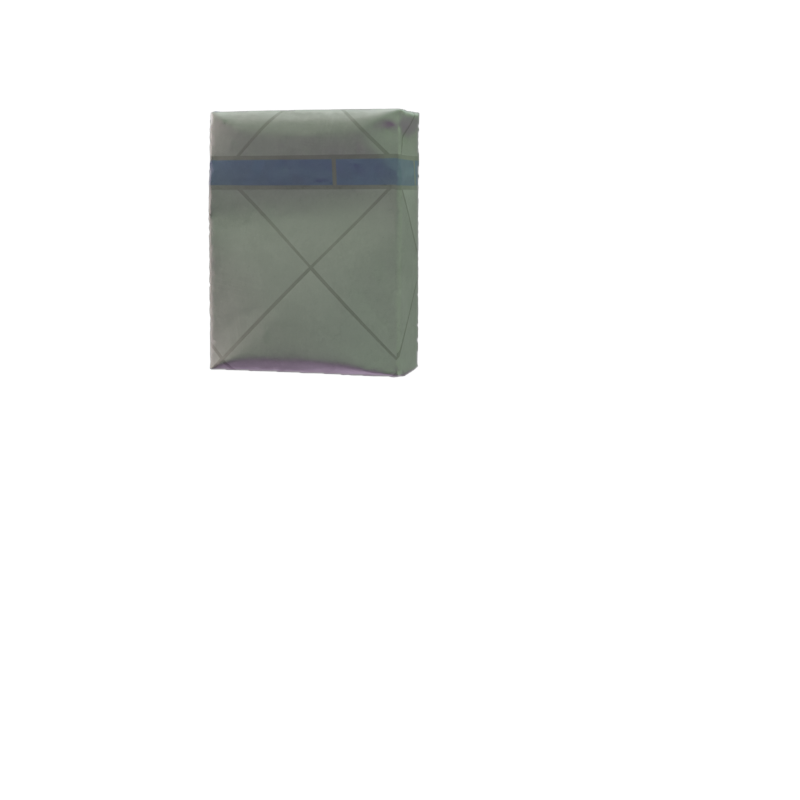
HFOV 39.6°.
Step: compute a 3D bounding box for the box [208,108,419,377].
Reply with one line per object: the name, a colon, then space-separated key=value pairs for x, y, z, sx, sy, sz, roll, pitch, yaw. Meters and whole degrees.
box: x=-0.071 y=-0.129 z=0.906 sx=0.168 sy=0.212 sz=0.071 roll=2 pitch=4 yaw=17
